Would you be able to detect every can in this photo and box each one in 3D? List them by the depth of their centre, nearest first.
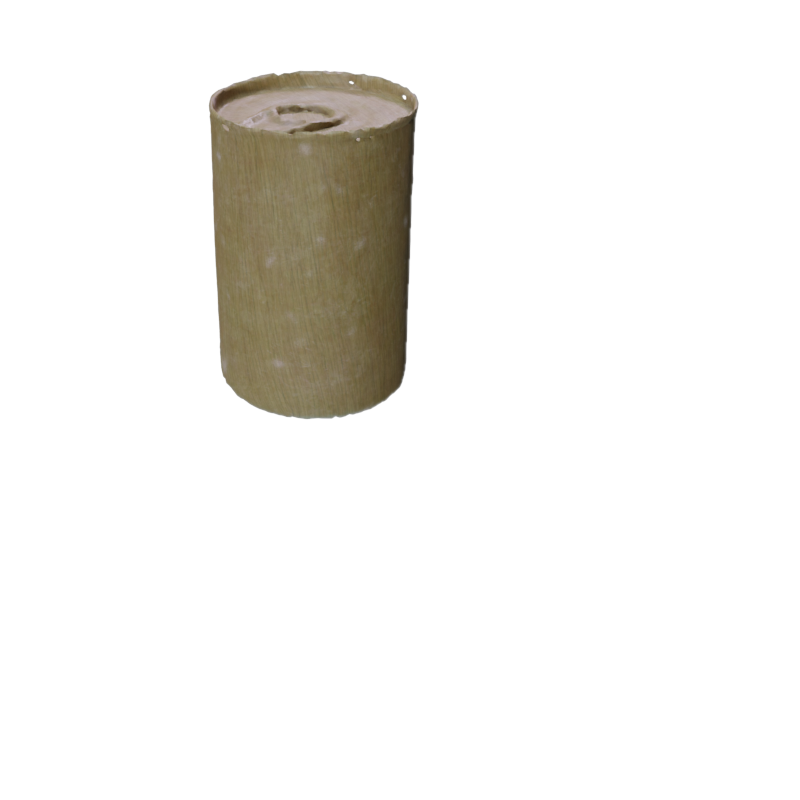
[{"bbox_3d":[-0.030,-0.054,0.379,0.068,0.097,0.073,0,27,-2],"label":"can"}]
